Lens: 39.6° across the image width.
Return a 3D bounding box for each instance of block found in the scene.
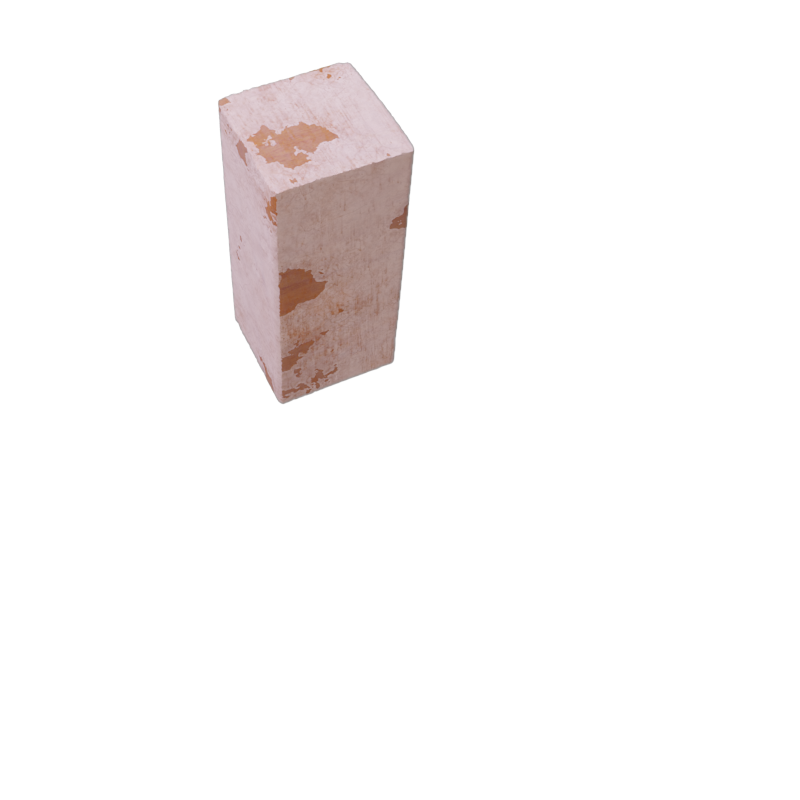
[{"bbox_3d":[-0.056,-0.103,0.719,0.090,0.097,0.192,-20,-33,-18],"label":"block"}]
